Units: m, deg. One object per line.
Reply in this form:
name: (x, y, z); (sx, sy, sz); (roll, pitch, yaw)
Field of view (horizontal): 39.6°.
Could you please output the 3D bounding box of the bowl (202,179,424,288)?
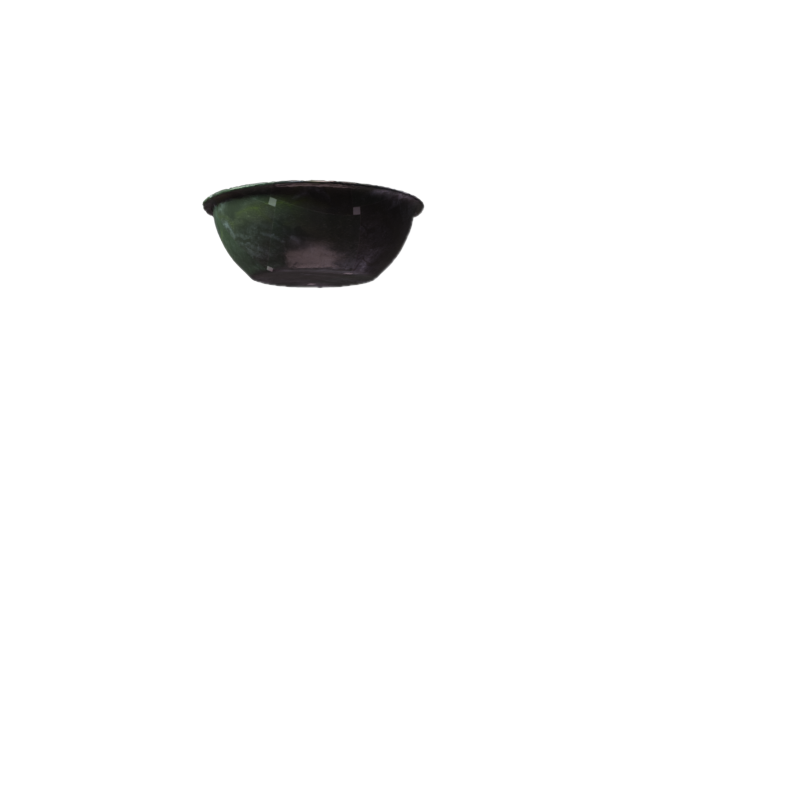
bowl: (-0.063, -0.115, 0.803); (0.162, 0.056, 0.159); (0, -4, -2)
